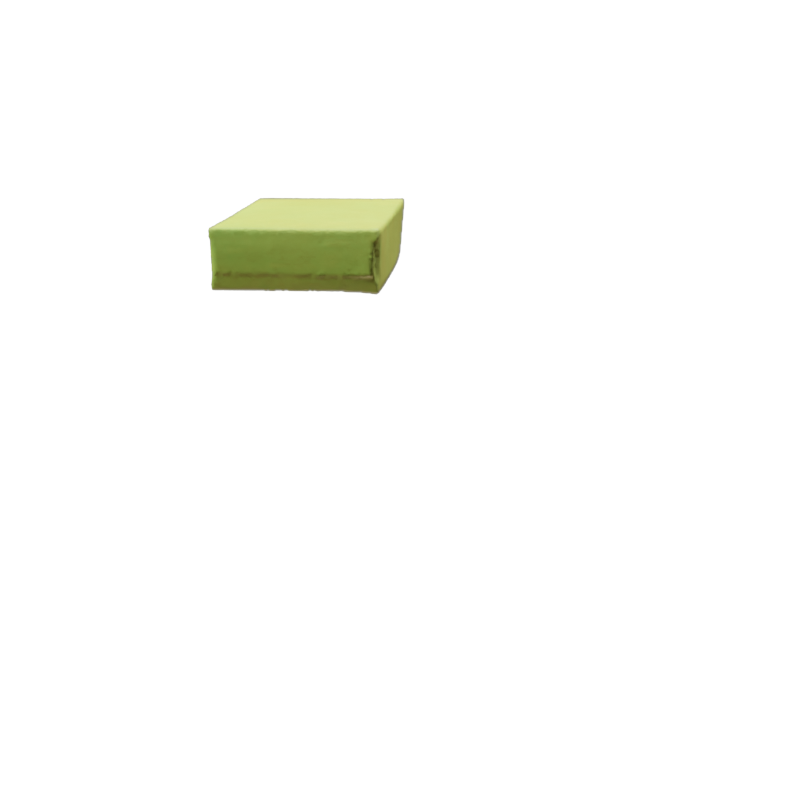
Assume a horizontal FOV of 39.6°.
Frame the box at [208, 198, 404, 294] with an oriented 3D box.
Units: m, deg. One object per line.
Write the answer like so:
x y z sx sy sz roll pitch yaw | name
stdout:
-0.048 -0.088 0.615 0.091 0.038 0.115 2 16 8 | box
